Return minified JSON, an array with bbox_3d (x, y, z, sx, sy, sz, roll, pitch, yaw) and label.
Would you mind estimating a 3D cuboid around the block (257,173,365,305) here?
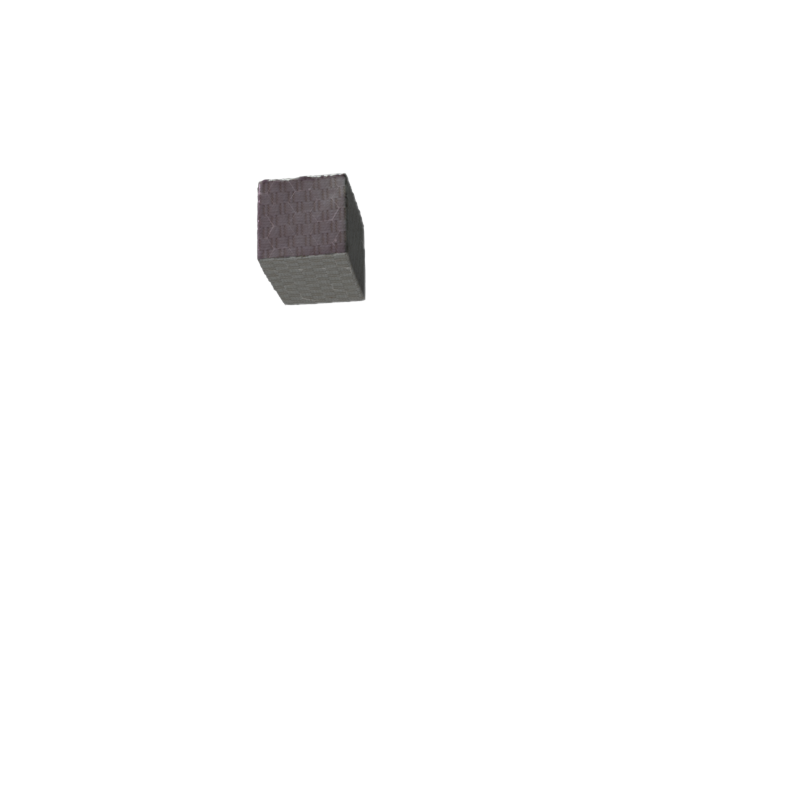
[{"bbox_3d":[-0.051,-0.093,0.653,0.053,0.054,0.074,-3,-18,6],"label":"block"}]
